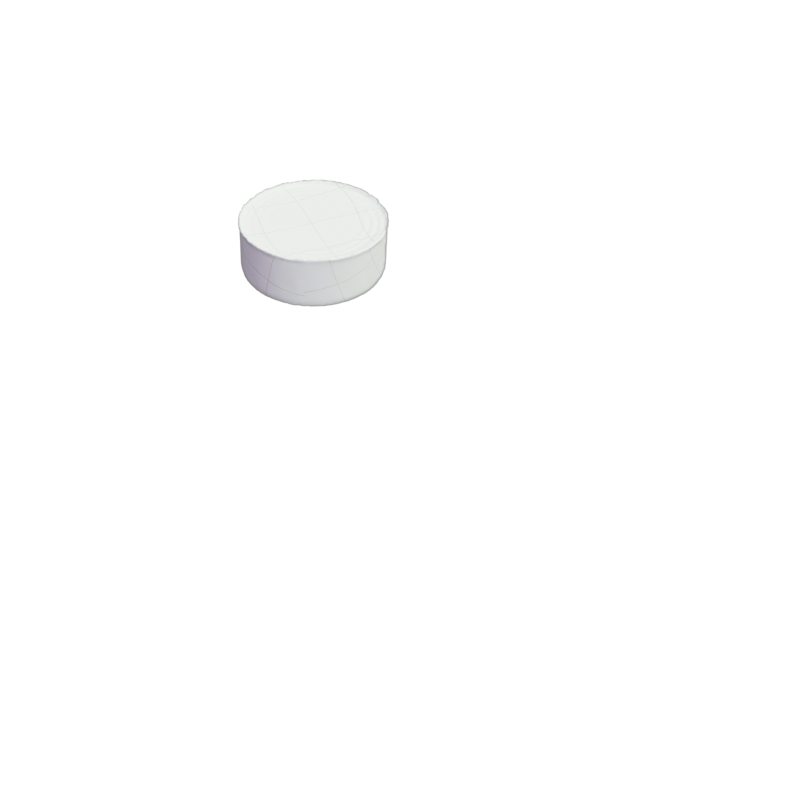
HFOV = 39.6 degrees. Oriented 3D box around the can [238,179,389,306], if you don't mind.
[{"bbox_3d":[-0.050,-0.091,0.638,0.086,0.031,0.092,-1,38,-2],"label":"can"}]
